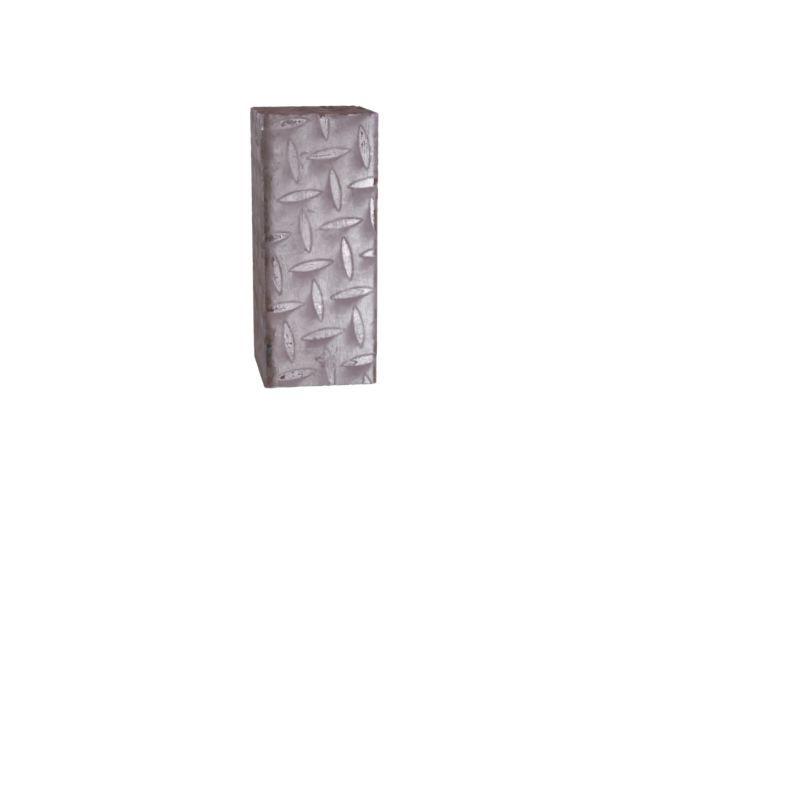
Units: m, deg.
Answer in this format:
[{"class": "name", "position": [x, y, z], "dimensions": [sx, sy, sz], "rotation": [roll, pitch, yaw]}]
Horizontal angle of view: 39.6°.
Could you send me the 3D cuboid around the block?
[{"class": "block", "position": [-0.068, -0.123, 0.864], "dimensions": [0.089, 0.200, 0.094], "rotation": [-2, 13, -10]}]
